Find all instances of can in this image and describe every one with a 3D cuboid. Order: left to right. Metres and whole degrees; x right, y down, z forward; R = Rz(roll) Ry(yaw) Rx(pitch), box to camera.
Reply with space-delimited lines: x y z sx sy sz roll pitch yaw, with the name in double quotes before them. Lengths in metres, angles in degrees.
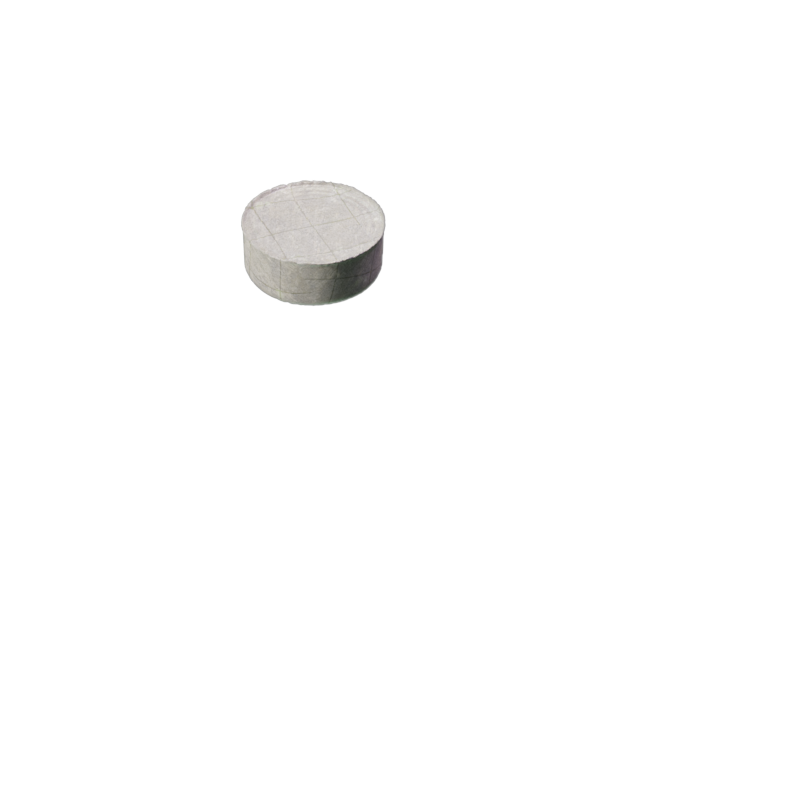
"can" -0.052 -0.095 0.667 0.086 0.031 0.092 -1 41 -2
